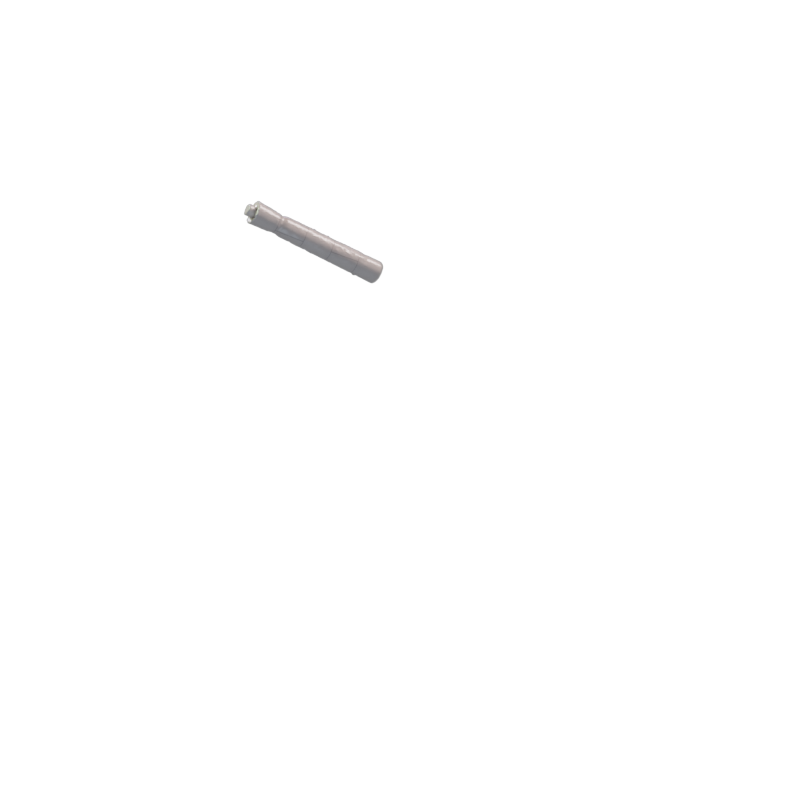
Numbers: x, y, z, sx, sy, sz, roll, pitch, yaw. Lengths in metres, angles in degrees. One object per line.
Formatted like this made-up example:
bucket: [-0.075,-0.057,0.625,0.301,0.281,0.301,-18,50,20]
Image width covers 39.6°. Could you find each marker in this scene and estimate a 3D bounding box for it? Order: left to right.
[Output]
marker: [-0.067,-0.123,0.862,0.115,0.020,0.020,24,-7,-22]
